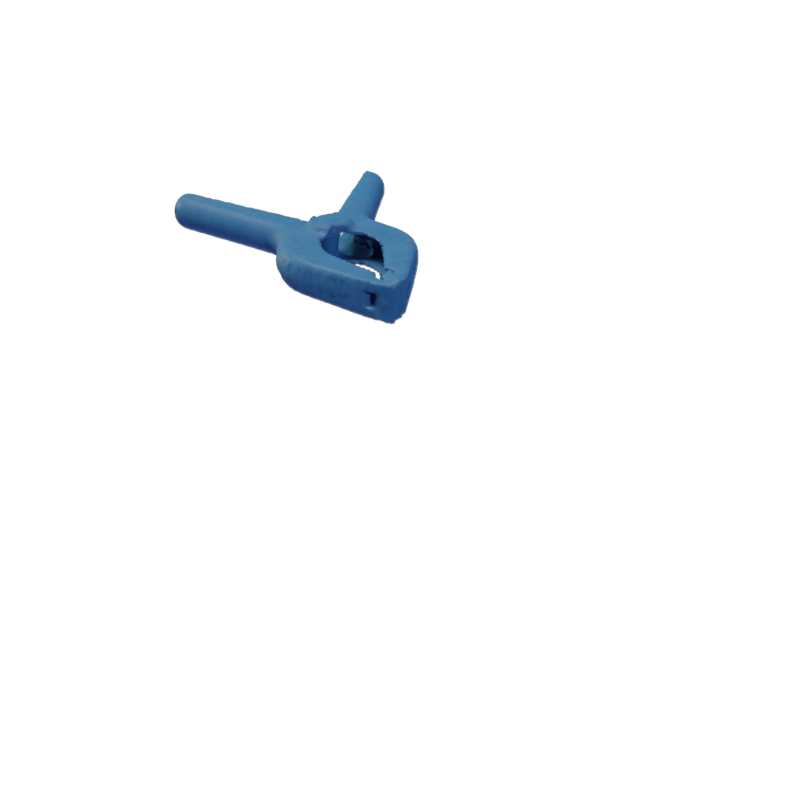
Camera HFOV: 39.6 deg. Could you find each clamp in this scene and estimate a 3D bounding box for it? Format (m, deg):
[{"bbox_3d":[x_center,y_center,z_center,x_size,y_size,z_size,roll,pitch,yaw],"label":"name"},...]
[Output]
[{"bbox_3d":[-0.059,-0.108,0.755,0.162,0.034,0.225,-9,31,-16],"label":"clamp"}]
